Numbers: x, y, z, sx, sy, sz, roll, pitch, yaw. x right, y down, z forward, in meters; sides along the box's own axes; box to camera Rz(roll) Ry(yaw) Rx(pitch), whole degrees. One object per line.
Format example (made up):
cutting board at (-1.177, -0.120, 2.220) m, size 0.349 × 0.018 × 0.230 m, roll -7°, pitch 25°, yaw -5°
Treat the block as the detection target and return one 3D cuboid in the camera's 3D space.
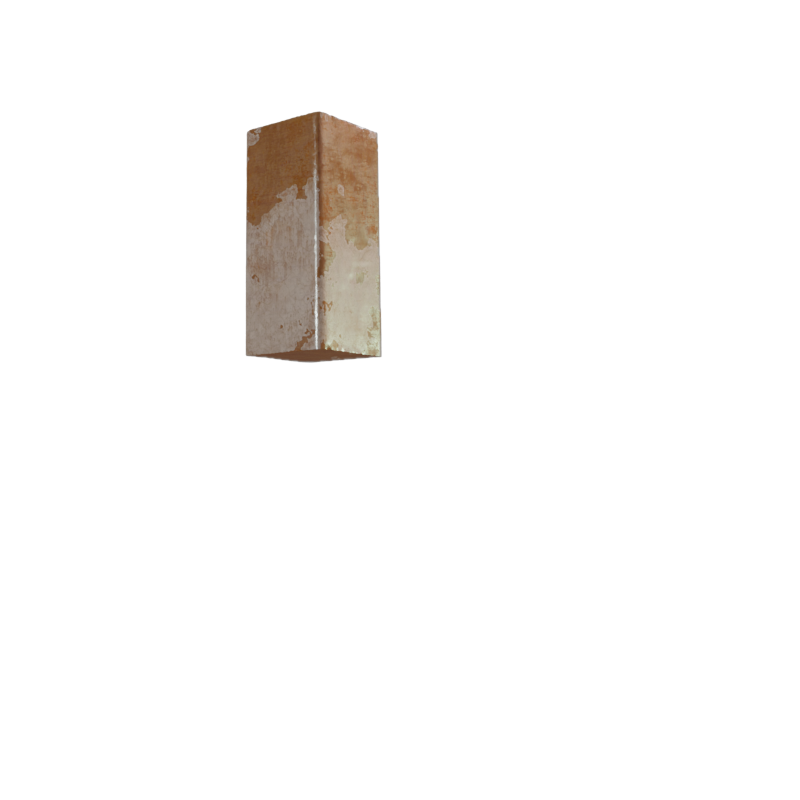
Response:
block at (-0.079, -0.142, 0.996) m, size 0.093 × 0.212 × 0.085 m, roll -9°, pitch -13°, yaw 38°
